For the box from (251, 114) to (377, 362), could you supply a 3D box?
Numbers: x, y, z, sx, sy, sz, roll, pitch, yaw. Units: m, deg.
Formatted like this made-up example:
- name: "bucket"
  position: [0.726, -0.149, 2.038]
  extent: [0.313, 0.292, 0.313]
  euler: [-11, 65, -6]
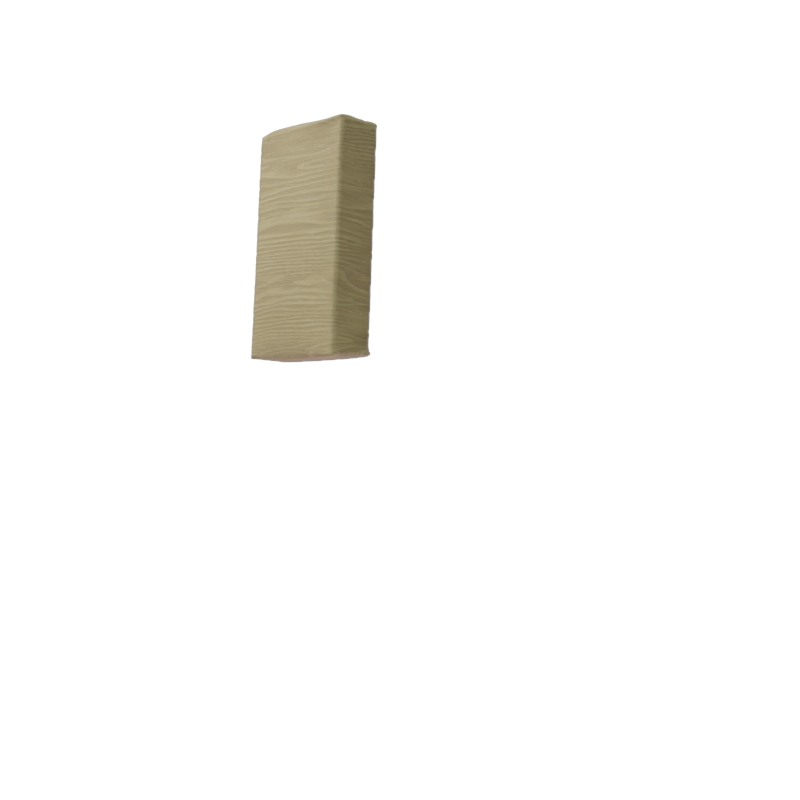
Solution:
- name: "box"
  position: [-0.065, -0.118, 0.829]
  extent: [0.096, 0.180, 0.046]
  euler: [-7, -10, 44]
